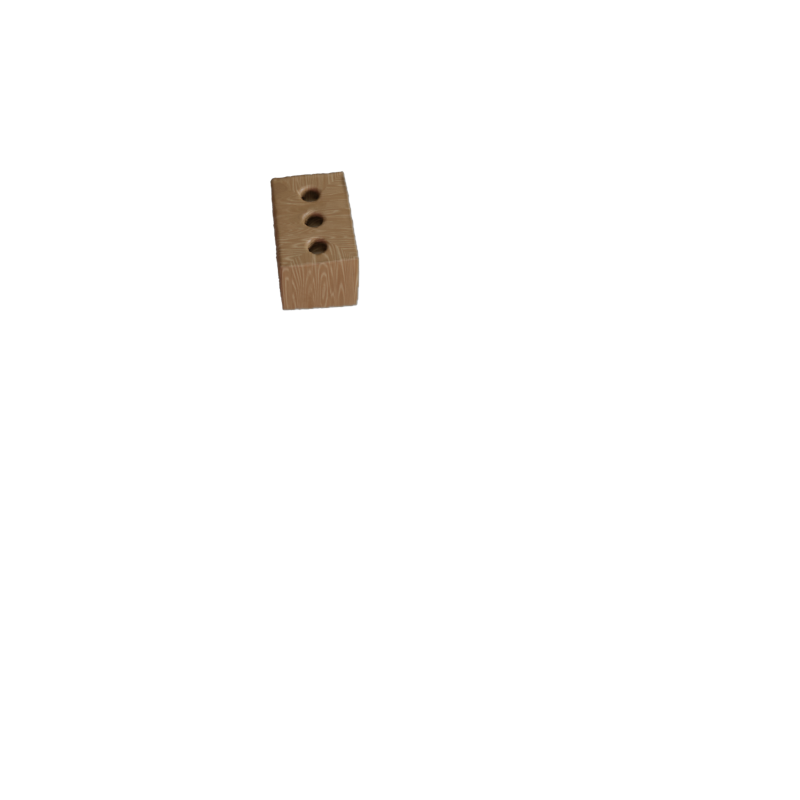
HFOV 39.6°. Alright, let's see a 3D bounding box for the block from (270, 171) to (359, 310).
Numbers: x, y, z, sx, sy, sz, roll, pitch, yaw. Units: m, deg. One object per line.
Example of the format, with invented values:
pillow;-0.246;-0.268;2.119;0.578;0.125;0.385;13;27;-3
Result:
block;-0.059;-0.107;0.750;0.052;0.084;0.048;-6;-34;-6
